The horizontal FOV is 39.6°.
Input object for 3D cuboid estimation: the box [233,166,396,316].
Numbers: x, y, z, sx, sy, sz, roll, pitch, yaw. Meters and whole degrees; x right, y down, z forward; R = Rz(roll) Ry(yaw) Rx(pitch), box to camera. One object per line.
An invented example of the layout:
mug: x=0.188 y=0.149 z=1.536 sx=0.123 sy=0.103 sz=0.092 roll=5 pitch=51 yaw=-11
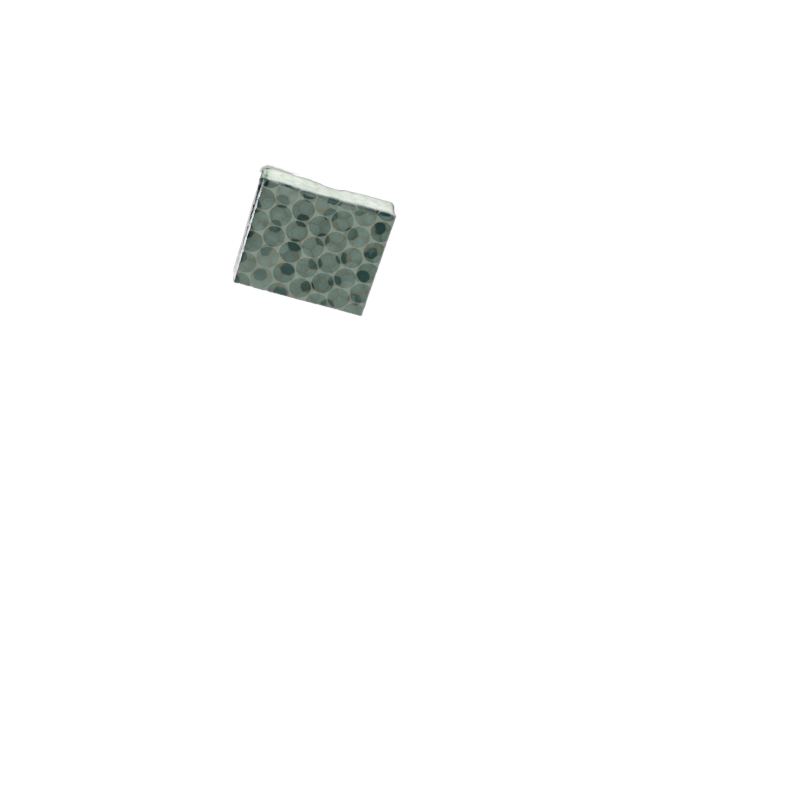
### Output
box: x=-0.056 y=-0.102 z=0.711 sx=0.088 sy=0.070 sz=0.032 roll=16 pitch=21 yaw=-7
